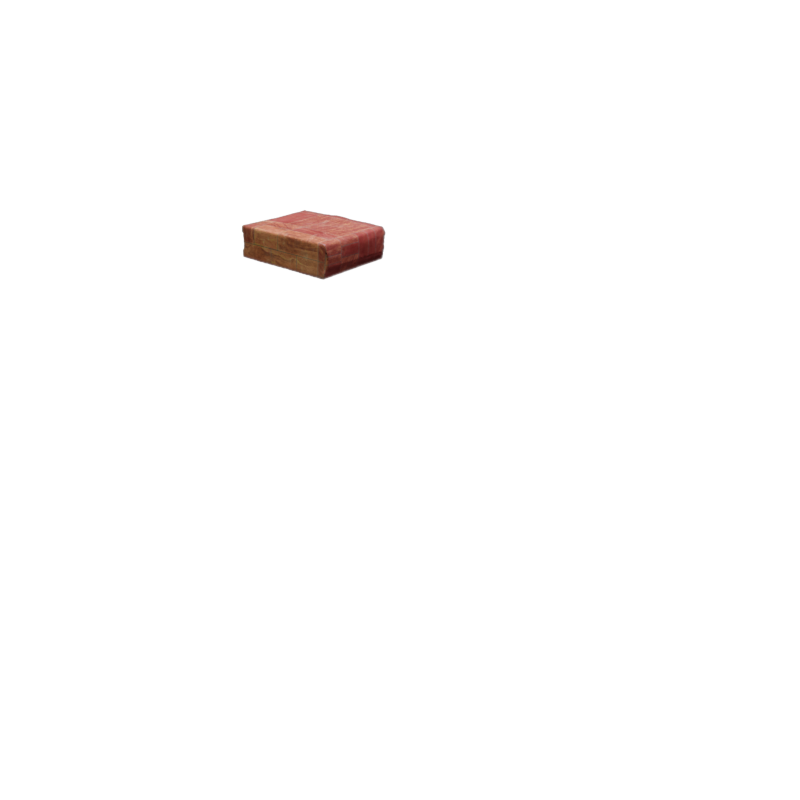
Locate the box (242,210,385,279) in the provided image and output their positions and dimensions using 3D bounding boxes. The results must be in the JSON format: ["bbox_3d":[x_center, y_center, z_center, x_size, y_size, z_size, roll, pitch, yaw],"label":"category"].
[{"bbox_3d":[-0.068,-0.125,0.875,0.094,0.029,0.072,18,27,37],"label":"box"}]
